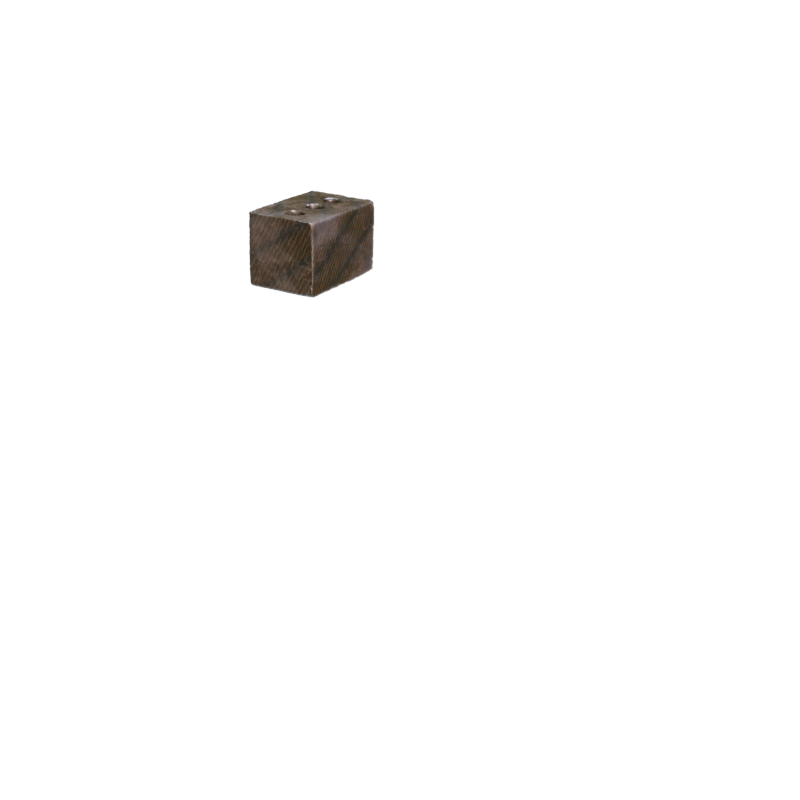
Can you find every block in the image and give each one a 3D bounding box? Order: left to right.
[{"bbox_3d":[-0.059,-0.107,0.750,0.055,0.049,0.078,12,24,28],"label":"block"}]
